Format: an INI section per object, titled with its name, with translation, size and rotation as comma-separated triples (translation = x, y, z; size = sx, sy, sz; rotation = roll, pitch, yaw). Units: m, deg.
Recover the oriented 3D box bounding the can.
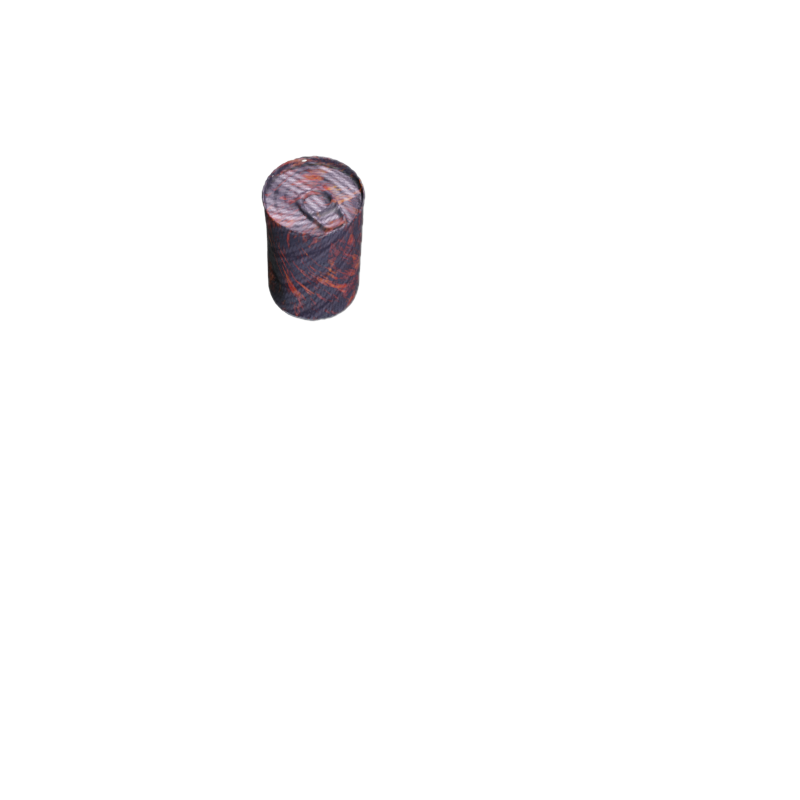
[can]
translation = -0.060, -0.109, 0.765
size = 0.068, 0.073, 0.096
rotation = 0, -34, -3
